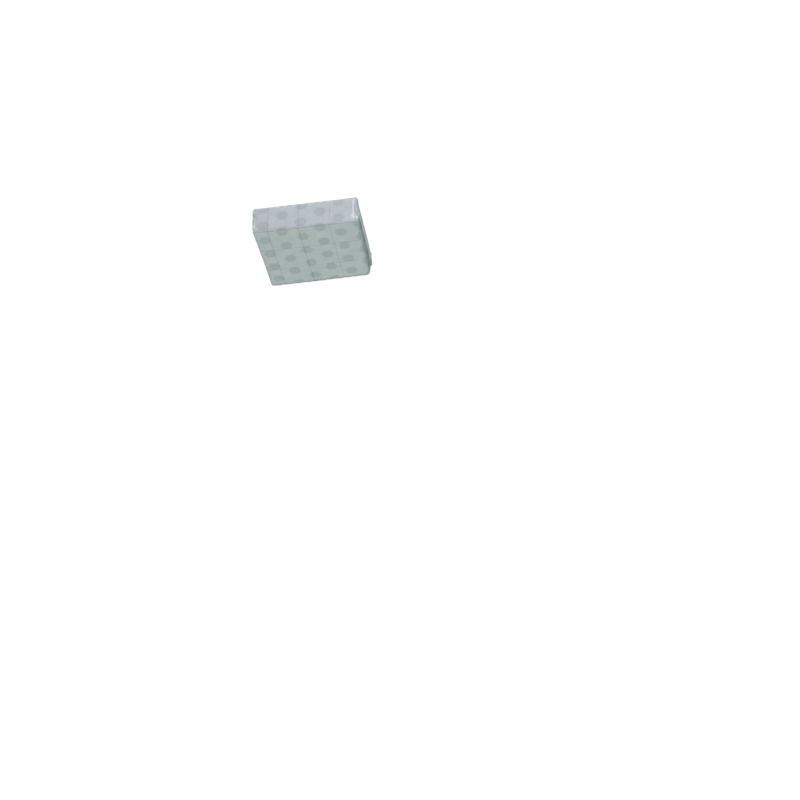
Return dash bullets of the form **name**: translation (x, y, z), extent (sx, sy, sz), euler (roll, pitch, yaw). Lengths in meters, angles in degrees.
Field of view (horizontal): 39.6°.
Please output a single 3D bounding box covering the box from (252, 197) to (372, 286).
- **box**: translation (-0.072, -0.132, 0.928), extent (0.090, 0.032, 0.068), euler (-6, -35, 8)
